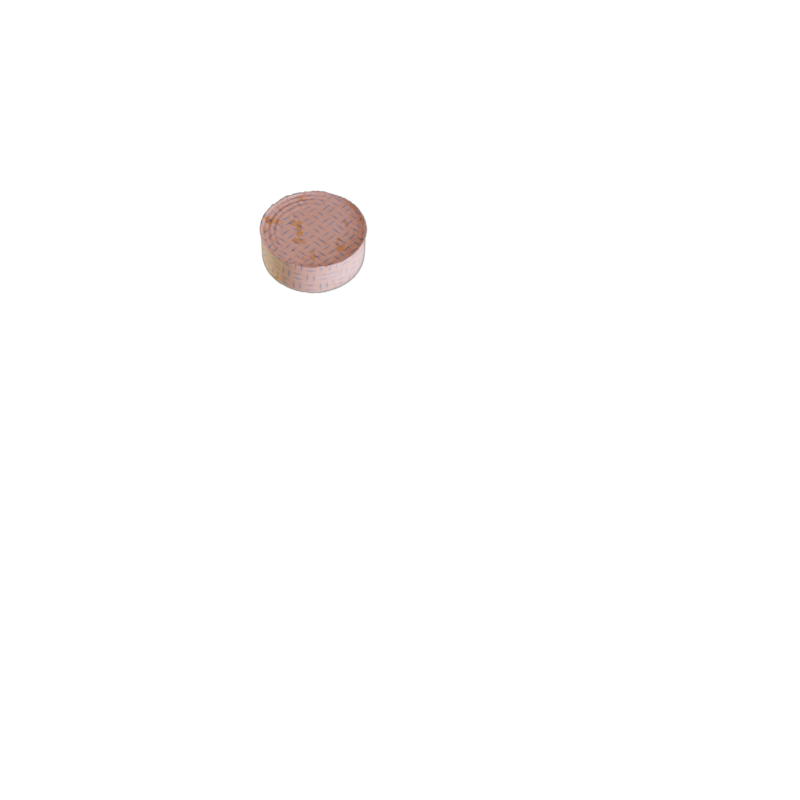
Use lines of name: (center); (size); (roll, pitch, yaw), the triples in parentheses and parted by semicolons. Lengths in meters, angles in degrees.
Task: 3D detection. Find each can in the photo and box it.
can: (-0.070, -0.128, 0.896); (0.086, 0.092, 0.031); (-1, -40, -1)
